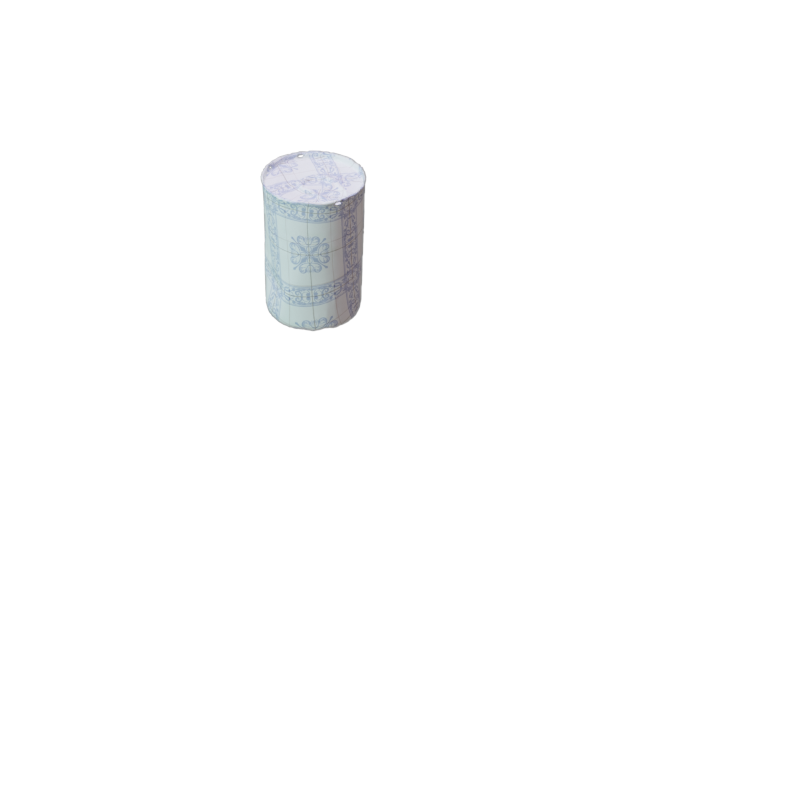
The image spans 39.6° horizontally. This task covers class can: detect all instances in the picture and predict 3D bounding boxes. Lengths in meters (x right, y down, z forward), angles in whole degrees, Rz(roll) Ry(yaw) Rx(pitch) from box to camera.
[{"bbox_3d":[-0.058,-0.105,0.739,0.068,0.096,0.073,0,36,-3],"label":"can"}]
